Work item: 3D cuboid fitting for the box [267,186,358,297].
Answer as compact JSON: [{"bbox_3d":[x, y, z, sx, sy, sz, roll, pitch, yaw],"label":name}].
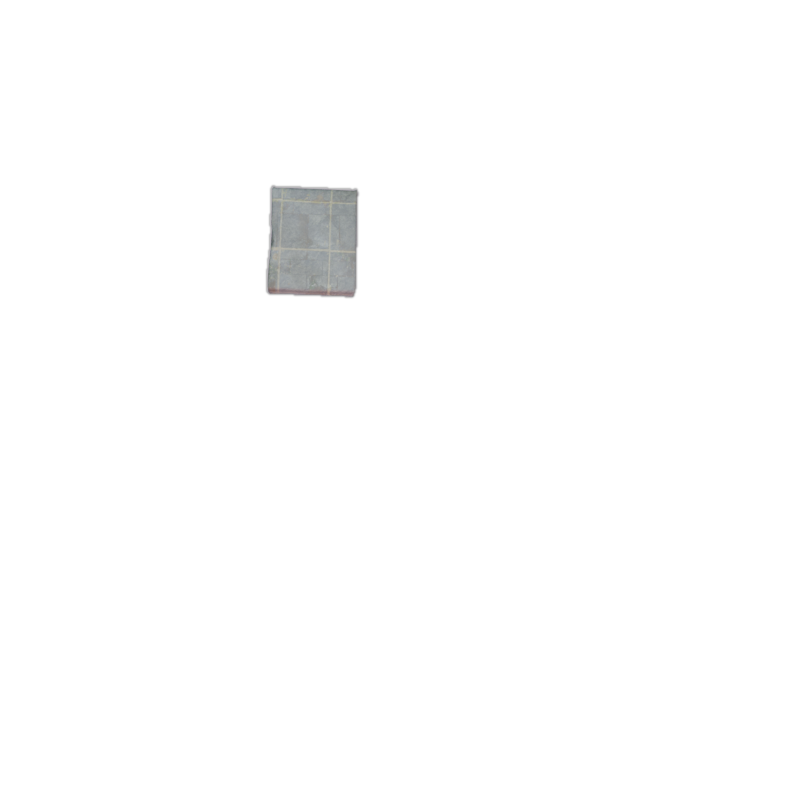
[{"bbox_3d":[-0.072,-0.132,0.922,0.073,0.092,0.029,2,-11,0],"label":"box"}]
